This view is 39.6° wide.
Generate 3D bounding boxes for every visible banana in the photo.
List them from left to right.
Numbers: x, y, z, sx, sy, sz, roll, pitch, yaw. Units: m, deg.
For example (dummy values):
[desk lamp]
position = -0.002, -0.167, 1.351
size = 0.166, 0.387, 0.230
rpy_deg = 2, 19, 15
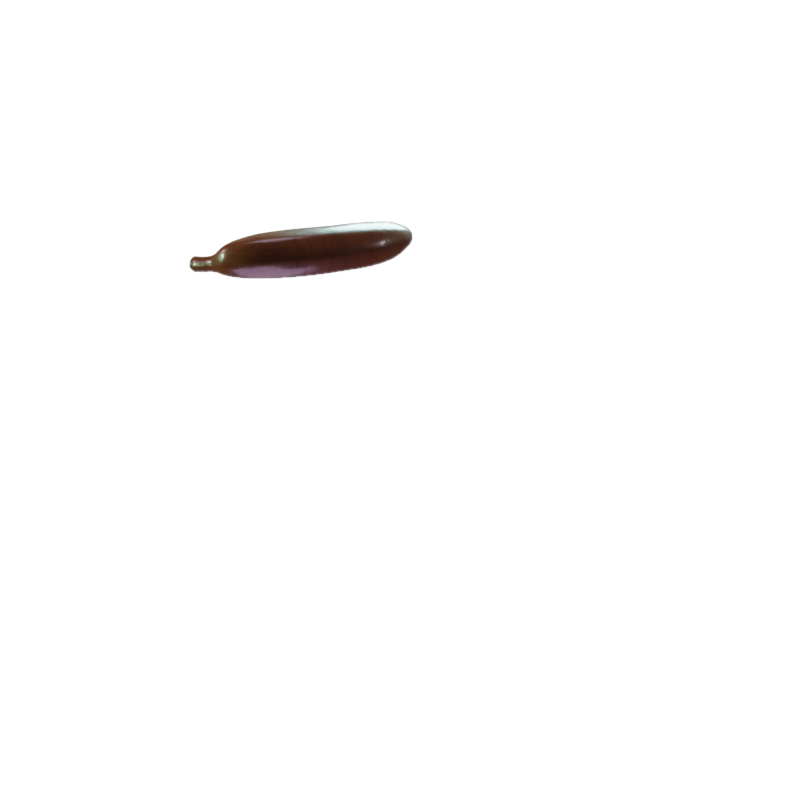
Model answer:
[banana]
position = -0.066, -0.123, 0.891
size = 0.193, 0.035, 0.074
rpy_deg = -9, 20, -24
